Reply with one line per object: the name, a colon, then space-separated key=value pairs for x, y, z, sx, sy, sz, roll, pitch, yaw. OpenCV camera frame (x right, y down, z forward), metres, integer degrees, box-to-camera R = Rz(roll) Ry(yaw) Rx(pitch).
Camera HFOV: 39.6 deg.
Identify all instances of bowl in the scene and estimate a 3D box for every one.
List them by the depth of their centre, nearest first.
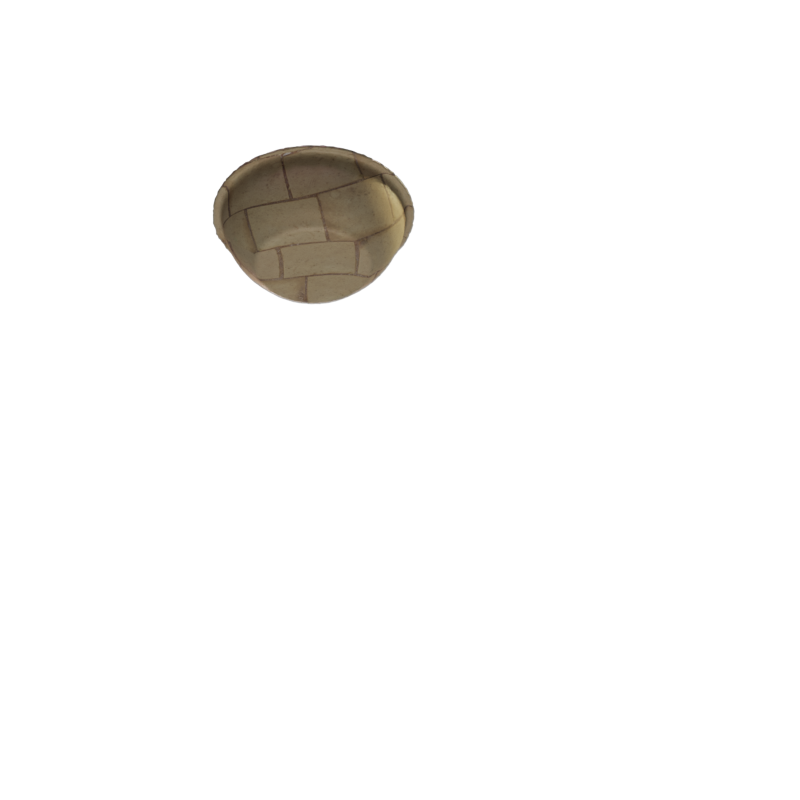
bowl: x=-0.068 y=-0.124 z=0.871 sx=0.162 sy=0.059 sz=0.151 roll=1 pitch=-37 yaw=-2
